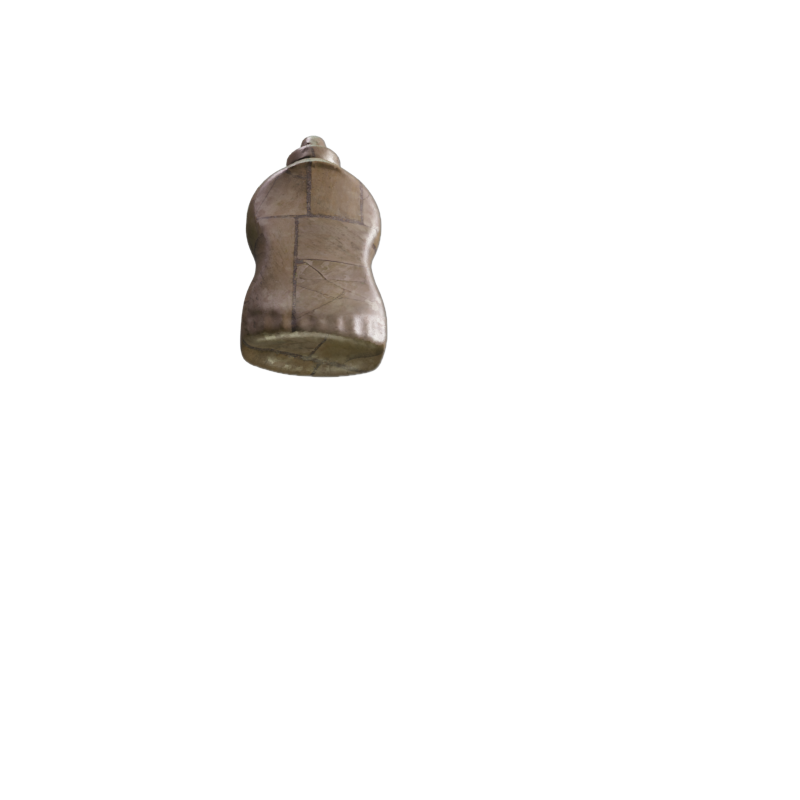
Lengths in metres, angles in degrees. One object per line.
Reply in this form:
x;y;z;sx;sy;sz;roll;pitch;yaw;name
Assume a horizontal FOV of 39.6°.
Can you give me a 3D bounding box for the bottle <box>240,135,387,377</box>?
-0.061;-0.111;0.778;0.095;0.205;0.055;1;-35;-6;bottle
